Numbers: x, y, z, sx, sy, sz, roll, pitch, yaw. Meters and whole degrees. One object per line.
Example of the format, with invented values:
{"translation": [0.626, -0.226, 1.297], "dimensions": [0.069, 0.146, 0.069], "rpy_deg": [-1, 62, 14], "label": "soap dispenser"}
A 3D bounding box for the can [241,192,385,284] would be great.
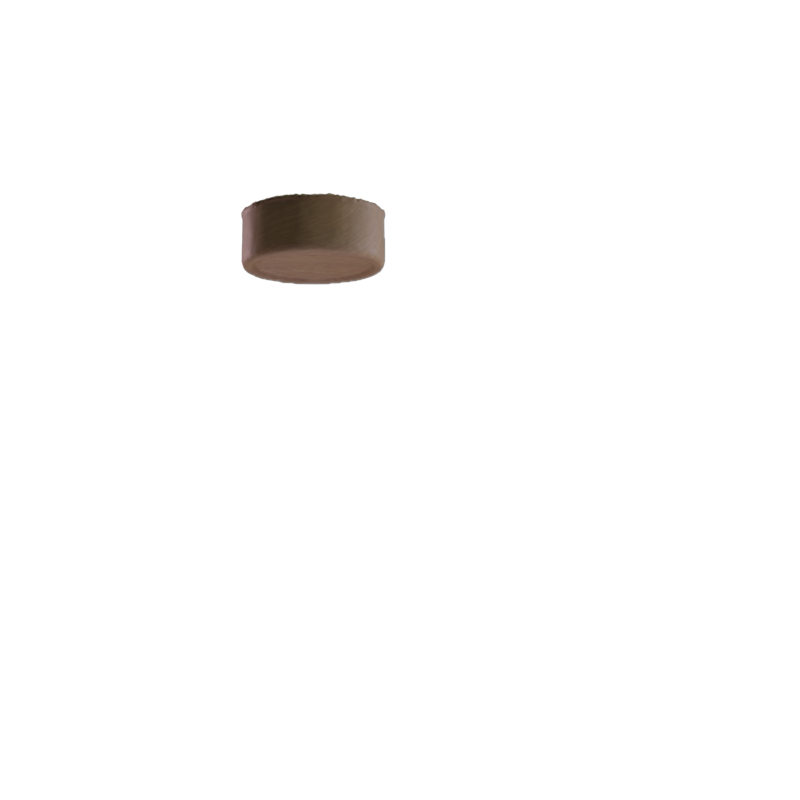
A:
{"translation": [-0.051, -0.093, 0.654], "dimensions": [0.086, 0.035, 0.084], "rpy_deg": [0, -9, -2], "label": "can"}
